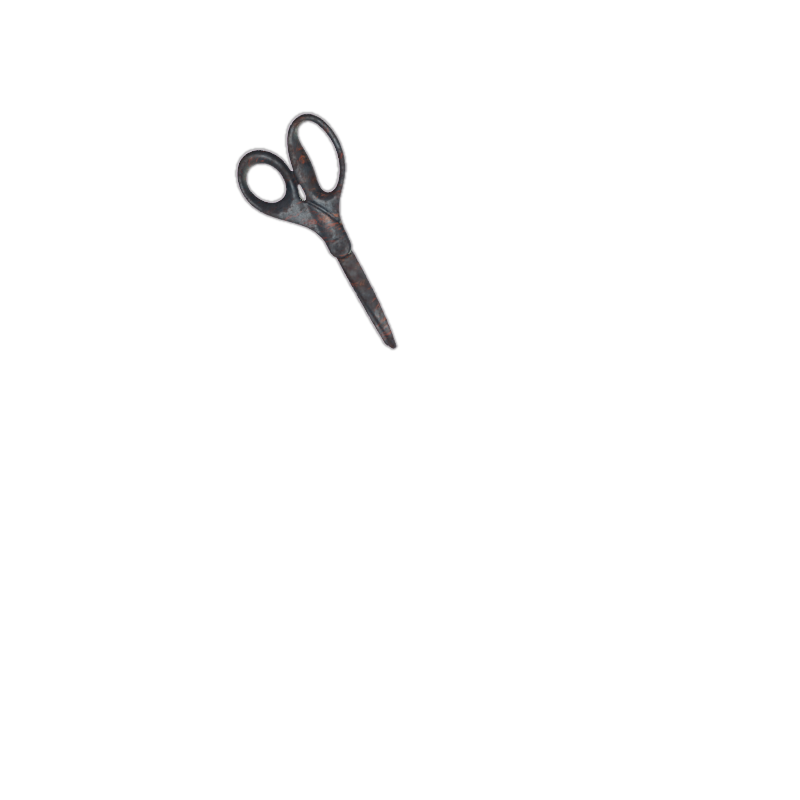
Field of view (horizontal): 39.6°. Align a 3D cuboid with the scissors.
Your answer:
[{"bbox_3d":[-0.069,-0.126,0.885,0.096,0.196,0.016,-12,10,2],"label":"scissors"}]
